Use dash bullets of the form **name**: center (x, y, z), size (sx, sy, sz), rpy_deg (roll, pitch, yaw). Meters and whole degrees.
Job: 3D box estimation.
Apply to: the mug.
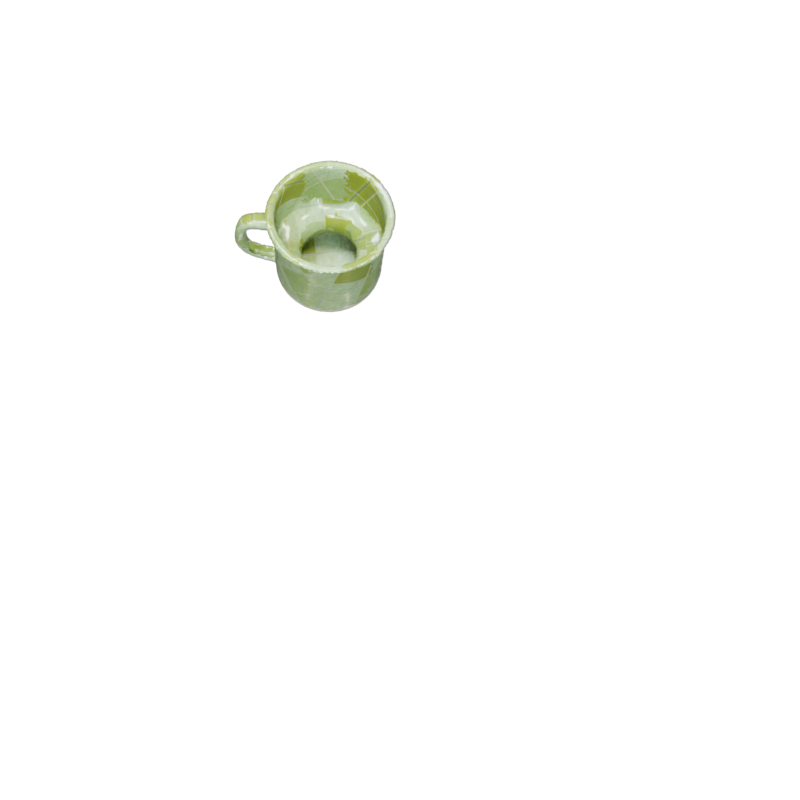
- **mug**: center (-0.065, -0.118, 0.824), size (0.117, 0.099, 0.077), rpy_deg (2, -26, -1)
